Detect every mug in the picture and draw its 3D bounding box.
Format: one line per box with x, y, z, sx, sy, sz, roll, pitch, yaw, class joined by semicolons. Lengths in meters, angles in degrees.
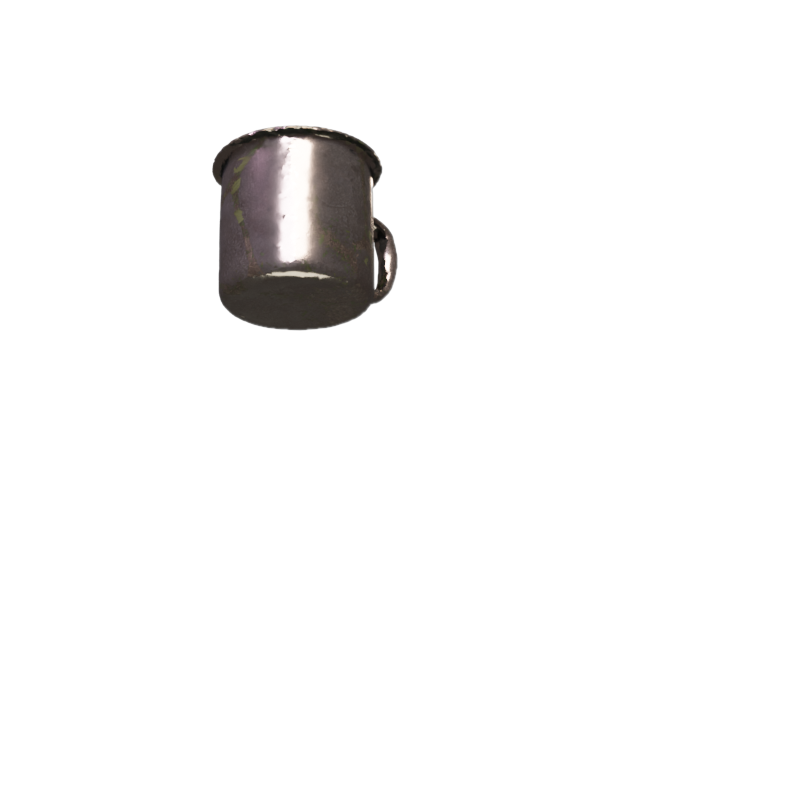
-0.047;-0.086;0.599;0.110;0.086;0.094;19;-29;-41;mug
